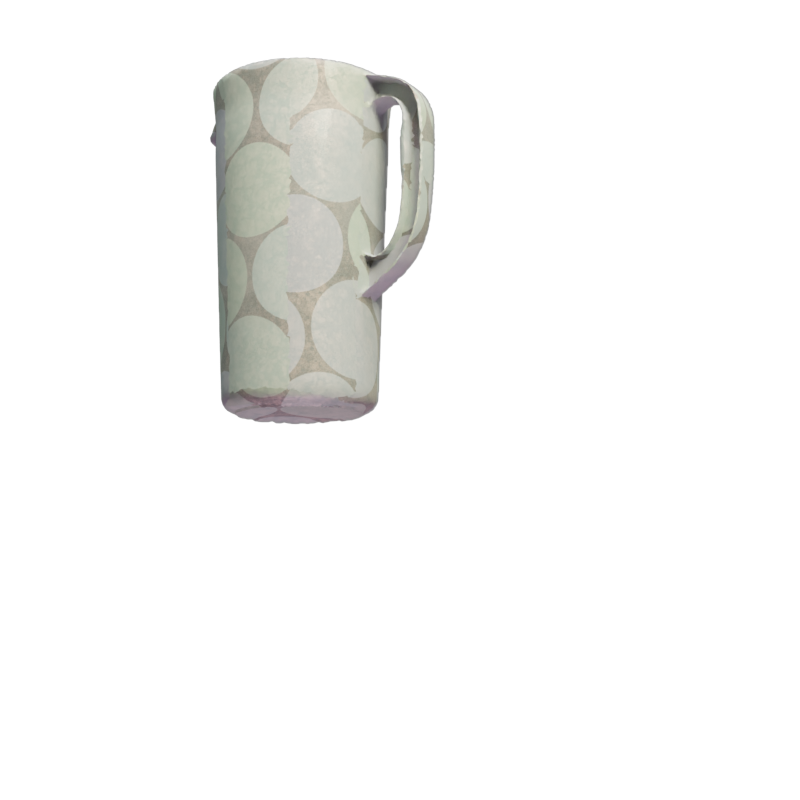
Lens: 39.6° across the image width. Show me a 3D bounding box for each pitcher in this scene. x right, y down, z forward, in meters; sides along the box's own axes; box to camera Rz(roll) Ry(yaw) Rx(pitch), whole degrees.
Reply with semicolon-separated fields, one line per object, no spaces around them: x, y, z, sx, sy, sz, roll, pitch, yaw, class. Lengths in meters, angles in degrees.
-0.061;-0.112;0.783;0.142;0.252;0.146;3;-15;-13;pitcher
